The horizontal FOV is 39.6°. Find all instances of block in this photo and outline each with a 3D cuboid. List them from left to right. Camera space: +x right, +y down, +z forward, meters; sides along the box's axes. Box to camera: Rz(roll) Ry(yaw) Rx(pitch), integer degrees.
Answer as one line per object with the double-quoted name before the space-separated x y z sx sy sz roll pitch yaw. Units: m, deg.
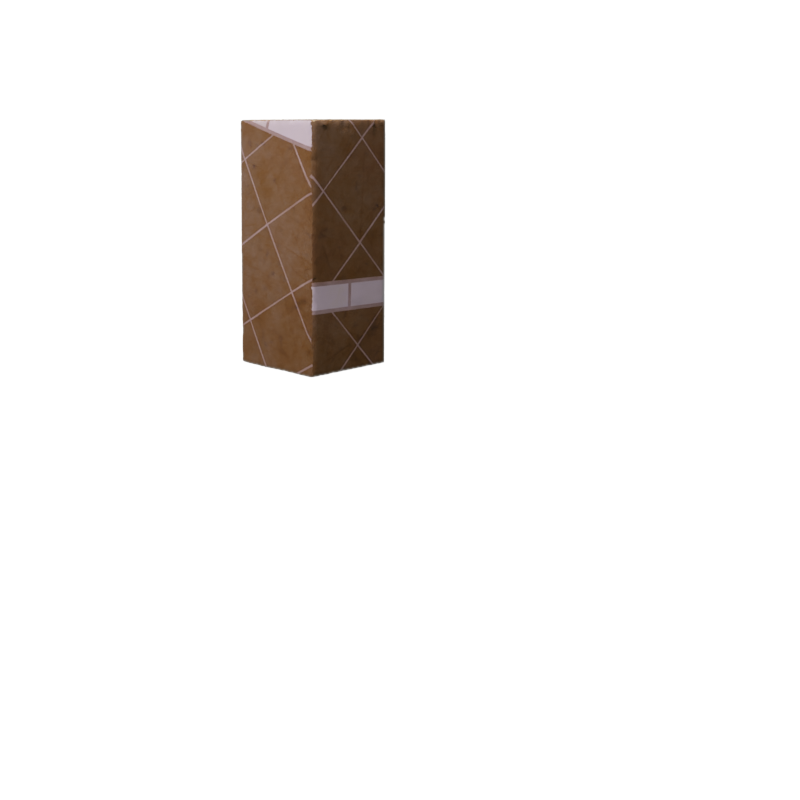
"block" -0.073 -0.134 0.937 0.094 0.203 0.088 8 10 44
